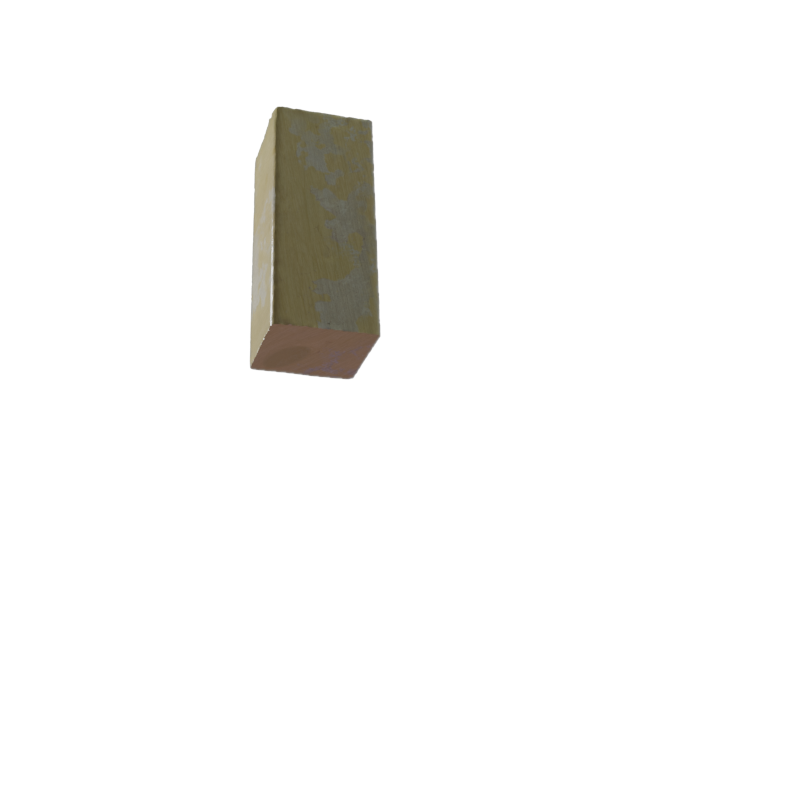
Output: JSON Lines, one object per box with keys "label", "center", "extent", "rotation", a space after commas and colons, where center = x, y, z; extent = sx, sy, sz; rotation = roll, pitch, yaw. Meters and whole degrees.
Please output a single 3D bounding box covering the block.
{"label": "block", "center": [-0.074, -0.133, 0.933], "extent": [0.088, 0.219, 0.087], "rotation": [6, -29, -15]}
